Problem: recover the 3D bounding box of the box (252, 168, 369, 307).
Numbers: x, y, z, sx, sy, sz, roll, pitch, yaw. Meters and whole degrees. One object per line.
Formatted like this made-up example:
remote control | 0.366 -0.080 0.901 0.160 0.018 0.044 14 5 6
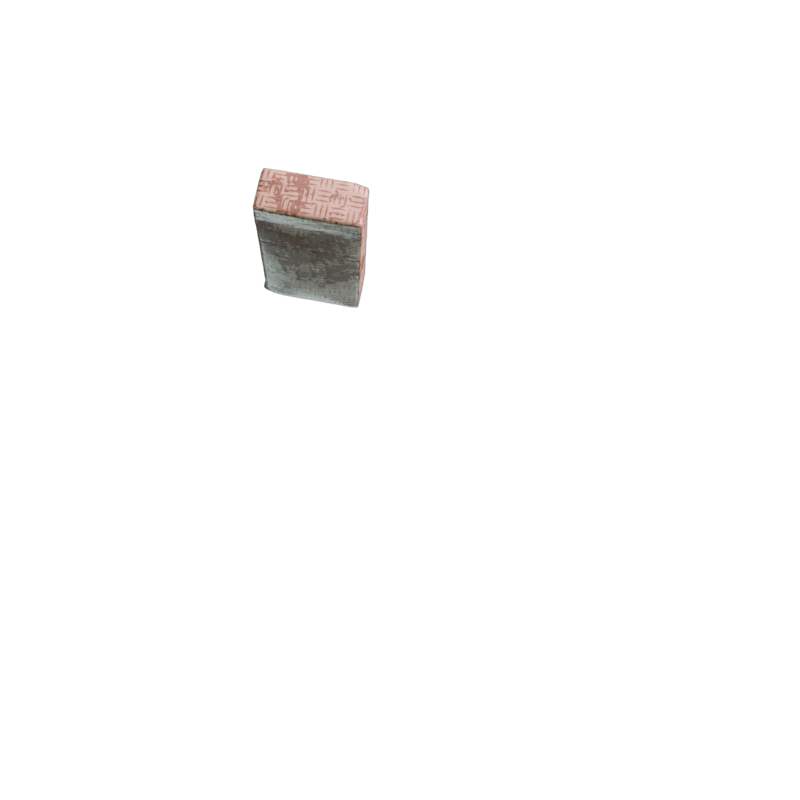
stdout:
box | -0.076 -0.140 0.978 0.094 0.050 0.167 12 -21 1
